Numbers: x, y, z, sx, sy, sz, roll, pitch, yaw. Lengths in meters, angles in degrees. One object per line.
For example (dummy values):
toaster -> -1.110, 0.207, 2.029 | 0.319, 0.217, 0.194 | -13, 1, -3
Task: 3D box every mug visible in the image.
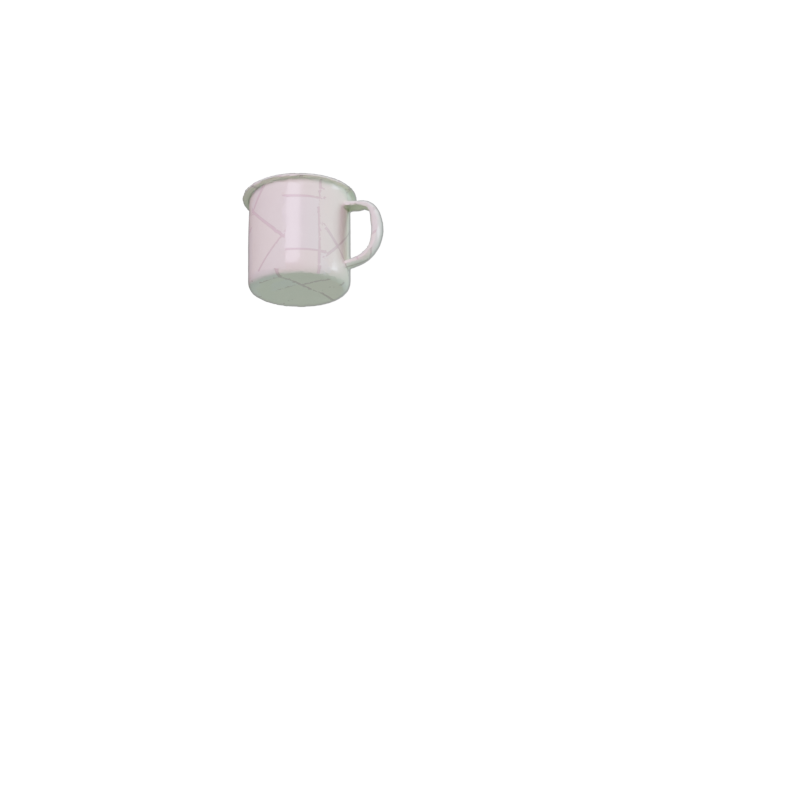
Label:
mug -> -0.069, -0.126, 0.884 | 0.119, 0.086, 0.087 | -7, -20, 17
